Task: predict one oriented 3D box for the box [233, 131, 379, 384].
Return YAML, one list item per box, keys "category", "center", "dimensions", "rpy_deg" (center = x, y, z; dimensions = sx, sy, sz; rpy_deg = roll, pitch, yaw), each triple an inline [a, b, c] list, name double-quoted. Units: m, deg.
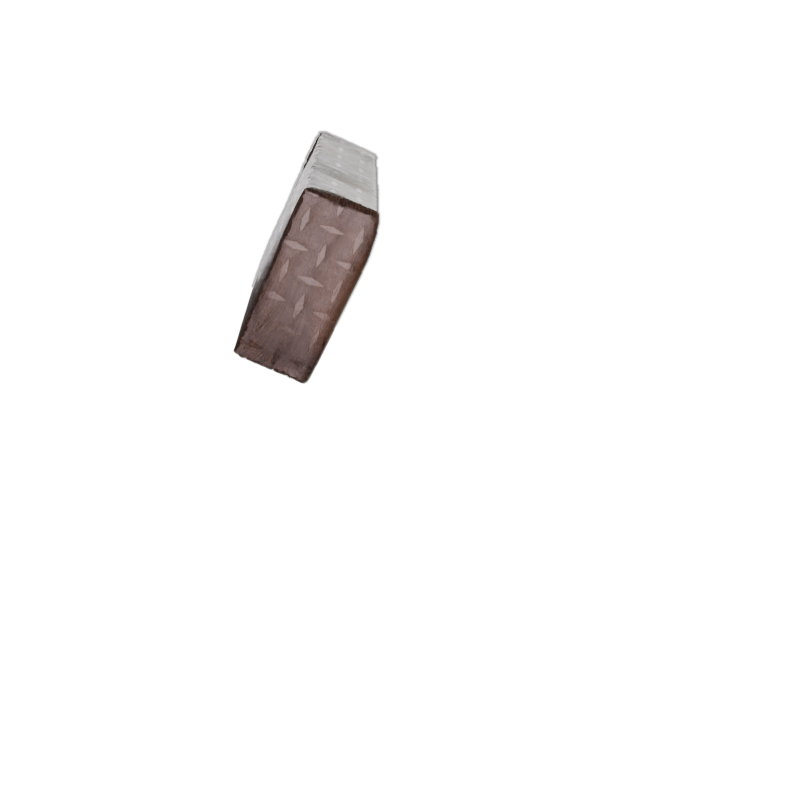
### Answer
- category: "box"
  center: [-0.048, -0.087, 0.607]
  dimensions: [0.047, 0.091, 0.184]
  rpy_deg: [23, 17, -12]
